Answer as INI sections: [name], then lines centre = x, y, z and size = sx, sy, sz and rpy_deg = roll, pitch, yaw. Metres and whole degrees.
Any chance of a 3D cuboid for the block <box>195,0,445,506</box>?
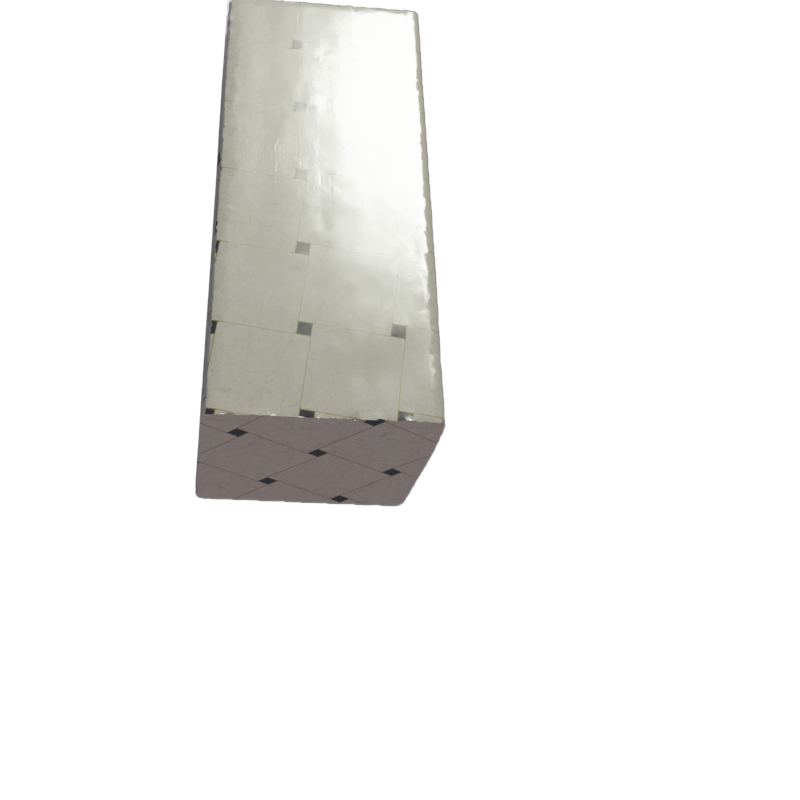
[block]
centre = -0.038, -0.069, 0.487
size = 0.090, 0.220, 0.085
rpy_deg = 3, -31, -8
